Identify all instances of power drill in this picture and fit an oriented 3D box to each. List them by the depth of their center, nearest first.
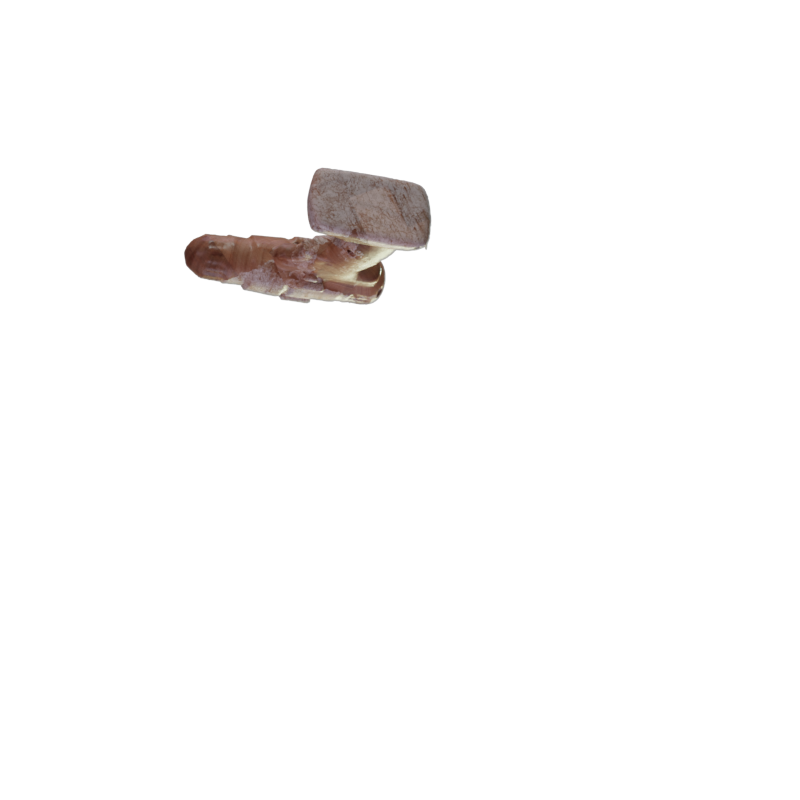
[{"bbox_3d":[-0.073,-0.133,0.929,0.179,0.060,0.187,5,-14,-23],"label":"power drill"}]
